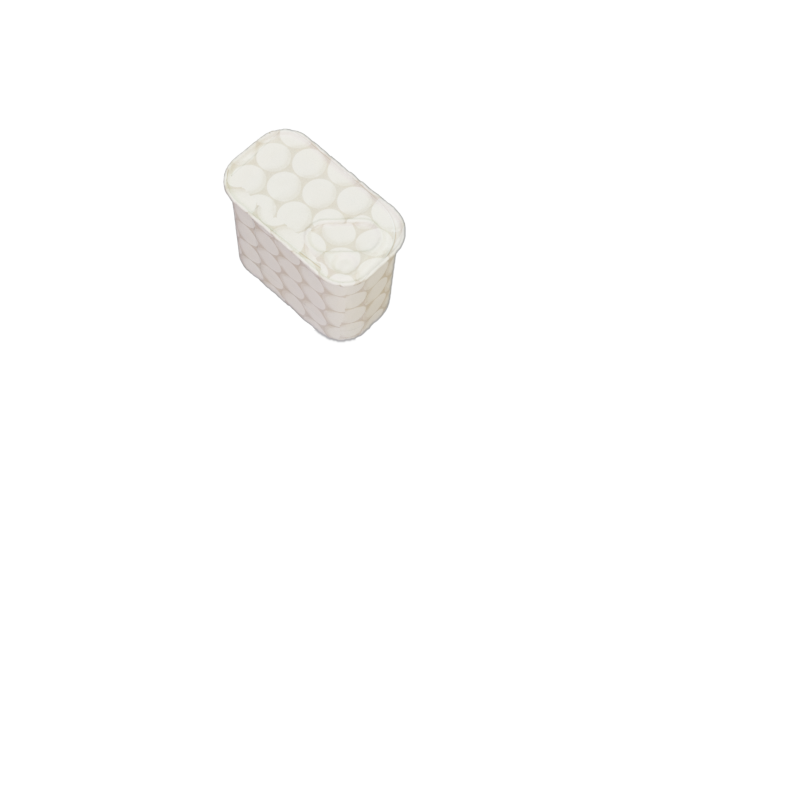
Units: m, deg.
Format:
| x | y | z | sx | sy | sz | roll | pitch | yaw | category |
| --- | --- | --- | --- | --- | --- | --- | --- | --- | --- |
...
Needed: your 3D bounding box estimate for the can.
| x | y | z | sx | sy | sz | roll | pitch | yaw | category |
| --- | --- | --- | --- | --- | --- | --- | --- | --- | --- |
| -0.049 | -0.089 | 0.623 | 0.107 | 0.058 | 0.079 | 42 | -20 | 17 | can |
